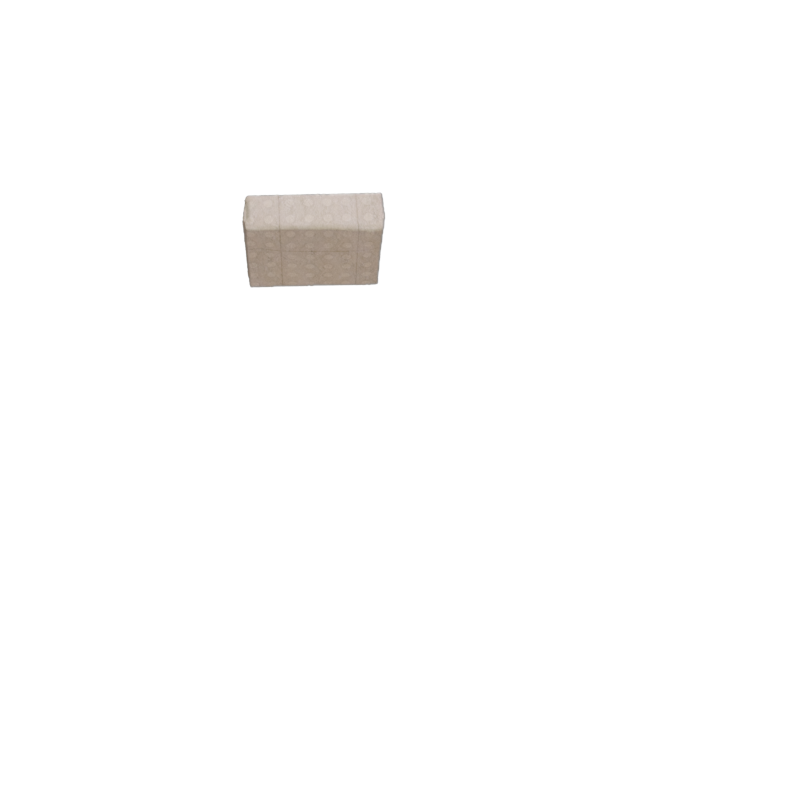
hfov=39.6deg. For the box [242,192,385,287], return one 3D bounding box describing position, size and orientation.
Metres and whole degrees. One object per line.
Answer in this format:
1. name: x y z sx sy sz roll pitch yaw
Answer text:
1. box: -0.072 -0.131 0.914 0.113 0.041 0.085 1 -27 -2
